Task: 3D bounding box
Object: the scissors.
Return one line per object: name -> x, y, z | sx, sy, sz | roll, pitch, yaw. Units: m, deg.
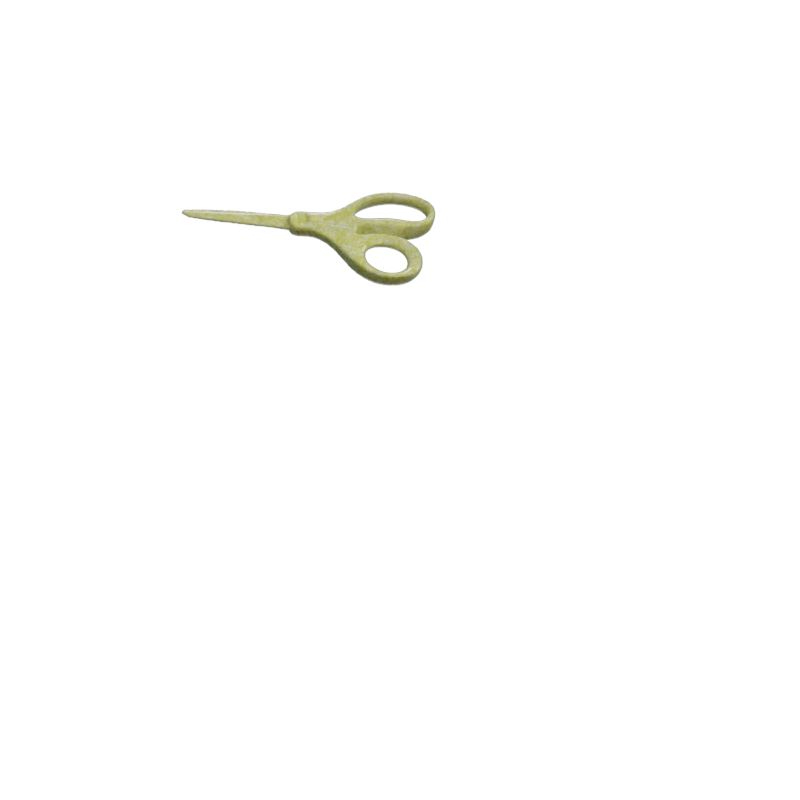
scissors -> -0.069, -0.125, 0.877 | 0.200, 0.104, 0.015 | -7, -36, -5
